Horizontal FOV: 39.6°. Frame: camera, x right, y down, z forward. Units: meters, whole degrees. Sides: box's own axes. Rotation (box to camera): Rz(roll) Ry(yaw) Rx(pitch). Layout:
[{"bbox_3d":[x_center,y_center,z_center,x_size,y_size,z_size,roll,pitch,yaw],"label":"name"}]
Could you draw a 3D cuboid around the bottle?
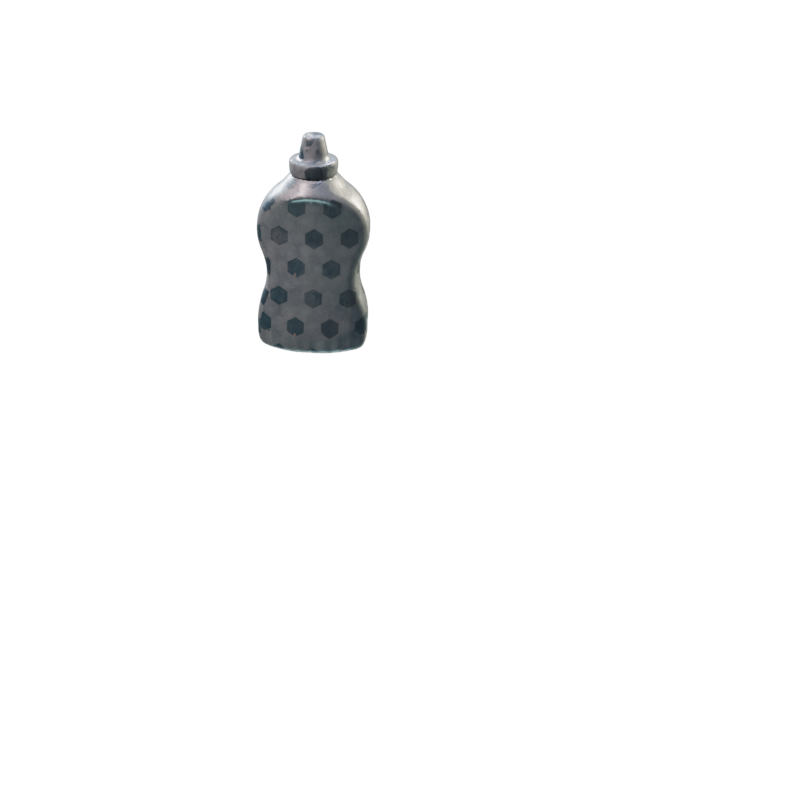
[{"bbox_3d":[-0.074,-0.136,0.950,0.097,0.181,0.061,4,26,5],"label":"bottle"}]
